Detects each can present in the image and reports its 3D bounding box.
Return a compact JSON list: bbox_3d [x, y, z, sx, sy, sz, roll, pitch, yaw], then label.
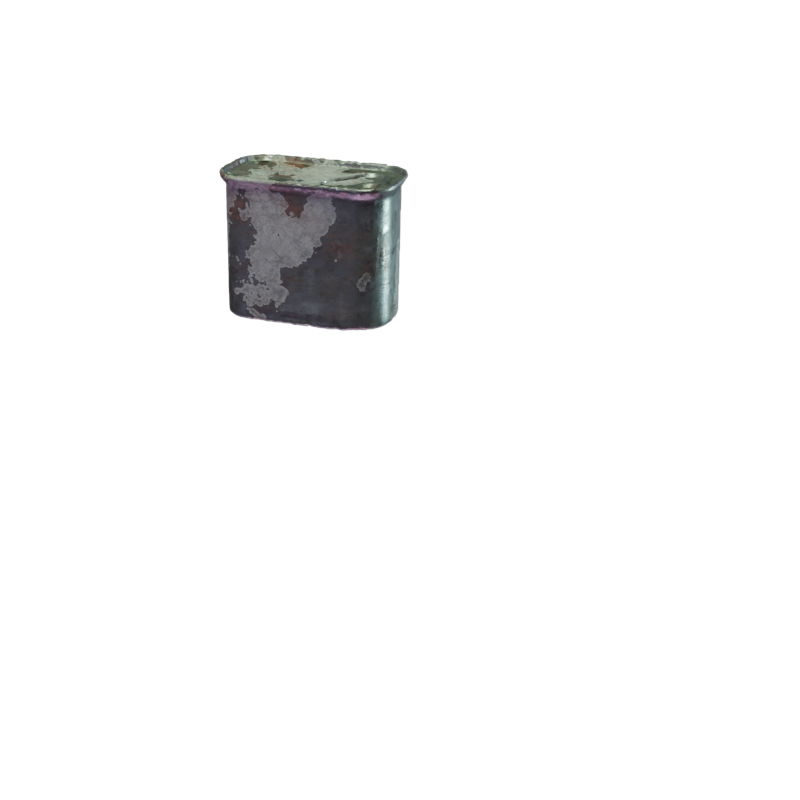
[{"bbox_3d":[-0.049,-0.089,0.626,0.105,0.080,0.058,8,22,17],"label":"can"}]
